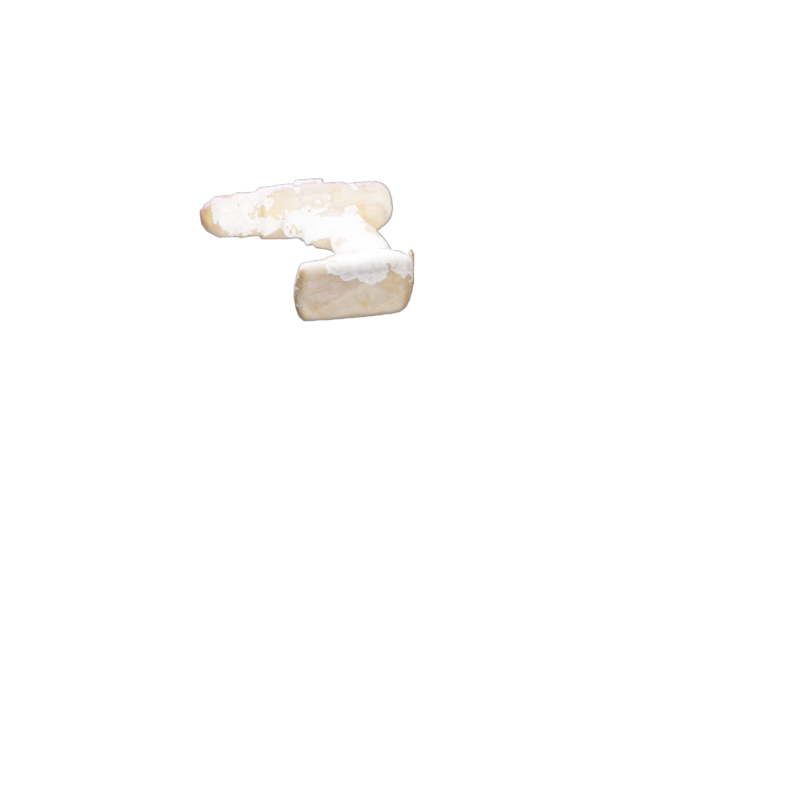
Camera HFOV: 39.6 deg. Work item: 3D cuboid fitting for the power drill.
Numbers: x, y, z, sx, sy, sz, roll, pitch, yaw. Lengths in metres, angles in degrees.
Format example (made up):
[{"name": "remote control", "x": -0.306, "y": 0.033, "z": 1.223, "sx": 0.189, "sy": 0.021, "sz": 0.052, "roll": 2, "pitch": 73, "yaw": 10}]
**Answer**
[{"name": "power drill", "x": -0.078, "y": -0.142, "z": 0.994, "sx": 0.182, "sy": 0.054, "sz": 0.202, "roll": -9, "pitch": 36, "yaw": -13}]
